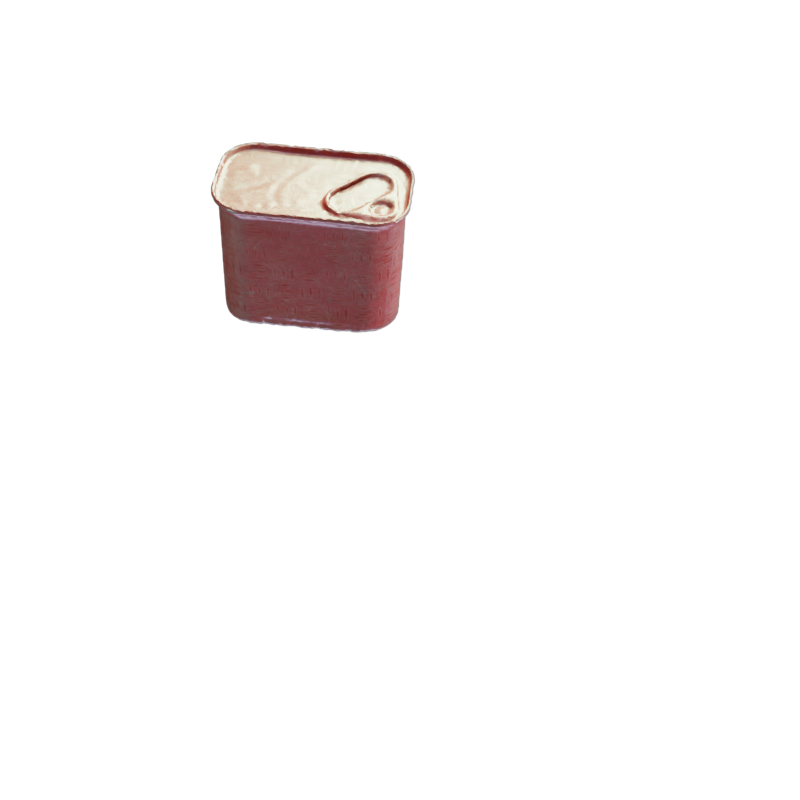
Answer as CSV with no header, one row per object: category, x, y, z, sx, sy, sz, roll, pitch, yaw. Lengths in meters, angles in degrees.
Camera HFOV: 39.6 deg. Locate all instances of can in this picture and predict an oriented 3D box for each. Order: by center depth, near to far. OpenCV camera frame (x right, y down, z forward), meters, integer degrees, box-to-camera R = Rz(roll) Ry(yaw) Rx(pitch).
can,-0.046,-0.084,0.591,0.103,0.061,0.078,6,-44,4
